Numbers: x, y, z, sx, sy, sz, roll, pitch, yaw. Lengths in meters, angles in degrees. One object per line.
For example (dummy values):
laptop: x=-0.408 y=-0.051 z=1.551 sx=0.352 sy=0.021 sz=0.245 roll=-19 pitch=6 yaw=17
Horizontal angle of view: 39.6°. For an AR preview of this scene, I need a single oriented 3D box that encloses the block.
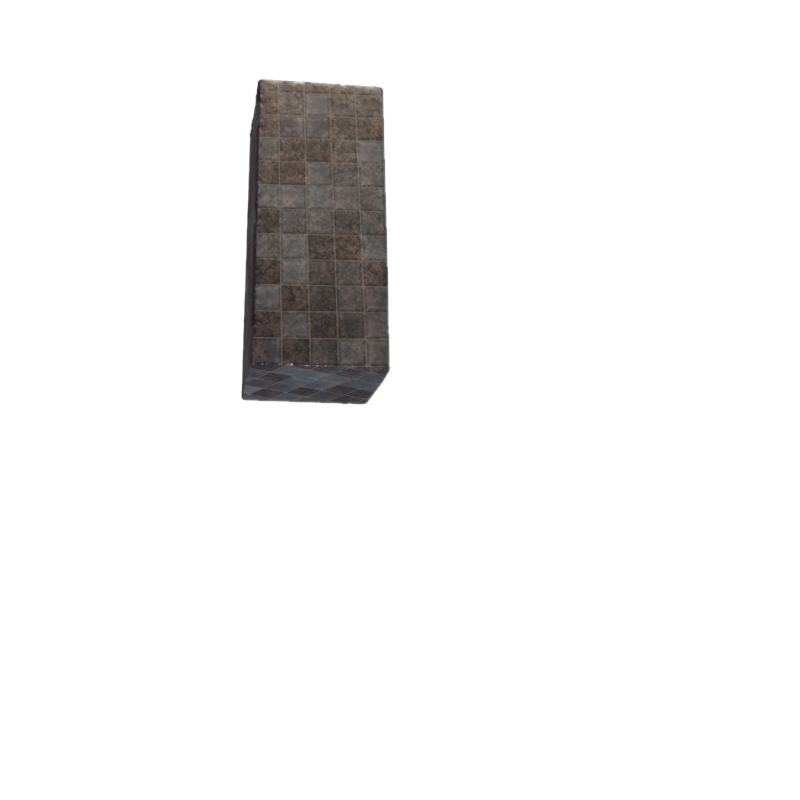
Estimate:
block: x=-0.060 y=-0.110 z=0.771 sx=0.090 sy=0.217 sz=0.087 roll=2 pitch=-21 yaw=-9
